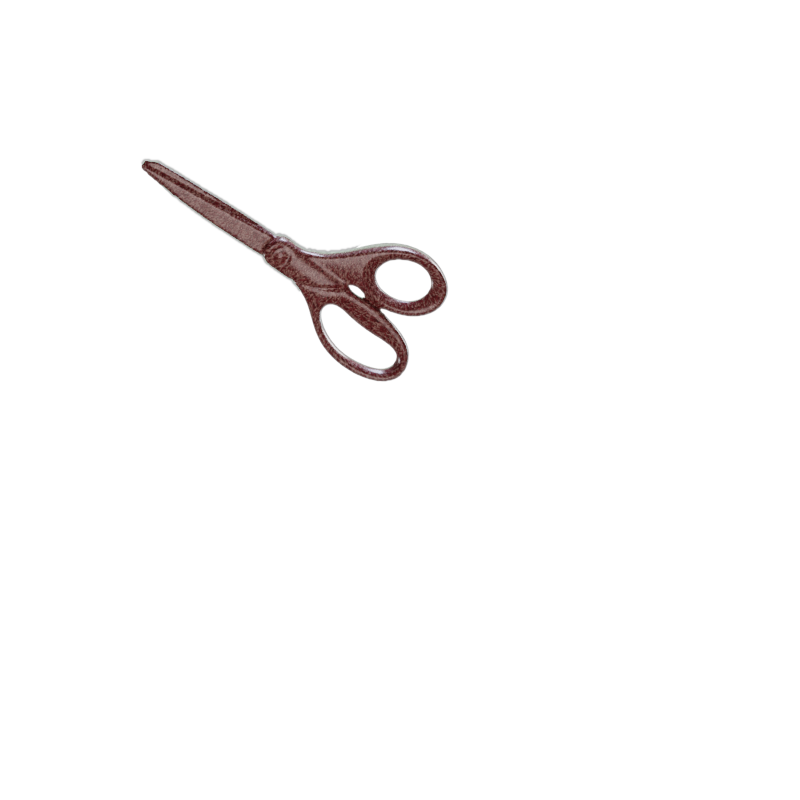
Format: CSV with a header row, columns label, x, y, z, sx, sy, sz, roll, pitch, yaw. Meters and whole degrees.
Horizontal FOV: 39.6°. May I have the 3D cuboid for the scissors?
label,x,y,z,sx,sy,sz,roll,pitch,yaw
scissors,-0.052,-0.094,0.662,0.096,0.194,0.016,-38,16,13
